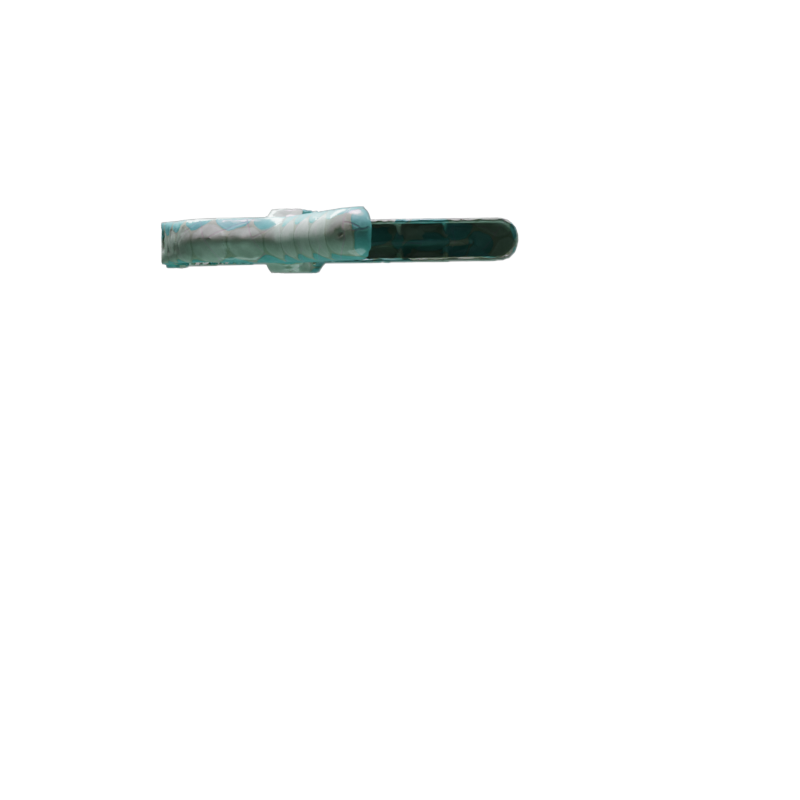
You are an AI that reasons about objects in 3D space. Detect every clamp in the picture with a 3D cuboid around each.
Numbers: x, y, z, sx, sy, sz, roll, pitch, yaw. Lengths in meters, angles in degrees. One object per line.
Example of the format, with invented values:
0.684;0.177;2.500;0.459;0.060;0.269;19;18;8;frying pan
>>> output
-0.049;-0.090;0.632;0.218;0.036;0.158;5;7;41;clamp
